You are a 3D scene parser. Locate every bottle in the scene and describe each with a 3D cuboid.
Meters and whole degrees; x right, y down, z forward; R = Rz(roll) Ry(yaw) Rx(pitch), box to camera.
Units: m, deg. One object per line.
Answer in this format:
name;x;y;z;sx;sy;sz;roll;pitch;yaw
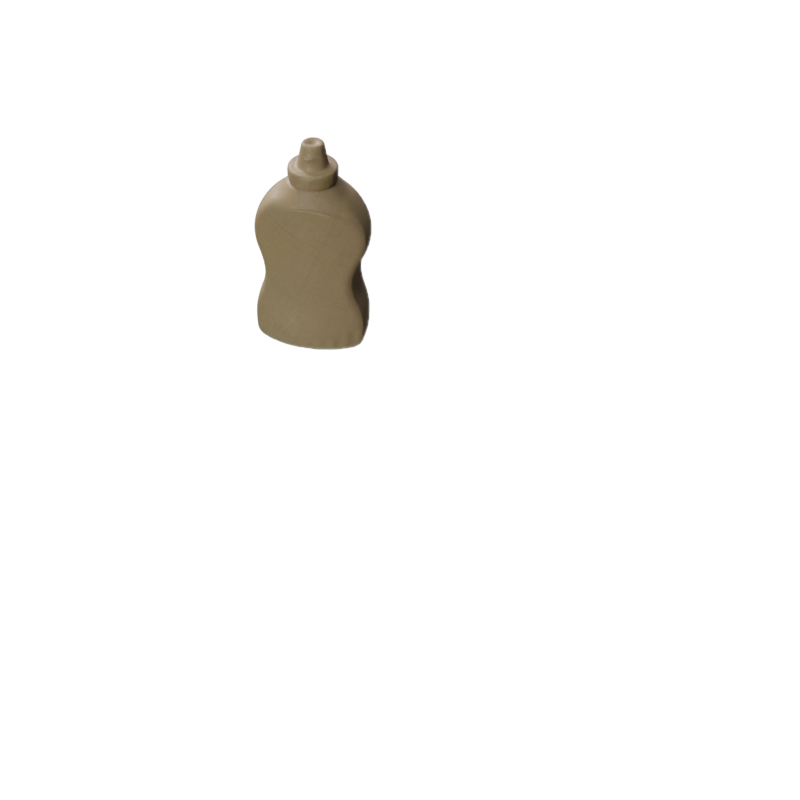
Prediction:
bottle;-0.073;-0.132;0.925;0.098;0.179;0.061;10;38;10
